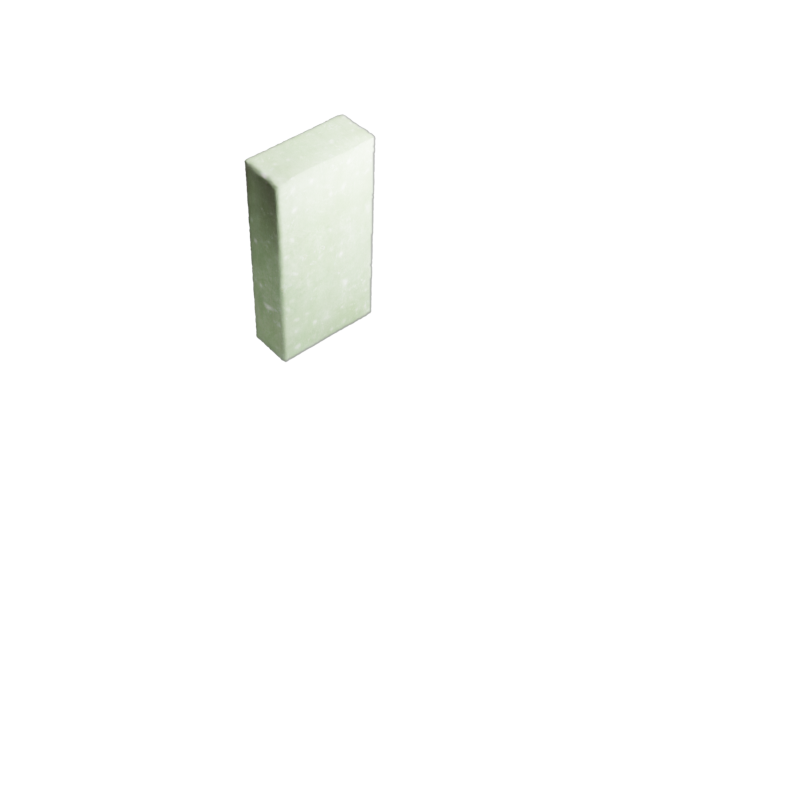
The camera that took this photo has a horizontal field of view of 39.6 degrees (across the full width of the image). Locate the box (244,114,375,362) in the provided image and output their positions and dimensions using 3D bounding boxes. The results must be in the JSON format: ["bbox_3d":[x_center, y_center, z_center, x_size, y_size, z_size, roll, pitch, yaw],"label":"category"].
[{"bbox_3d":[-0.066,-0.119,0.839,0.093,0.164,0.051,-32,56,-29],"label":"box"}]
